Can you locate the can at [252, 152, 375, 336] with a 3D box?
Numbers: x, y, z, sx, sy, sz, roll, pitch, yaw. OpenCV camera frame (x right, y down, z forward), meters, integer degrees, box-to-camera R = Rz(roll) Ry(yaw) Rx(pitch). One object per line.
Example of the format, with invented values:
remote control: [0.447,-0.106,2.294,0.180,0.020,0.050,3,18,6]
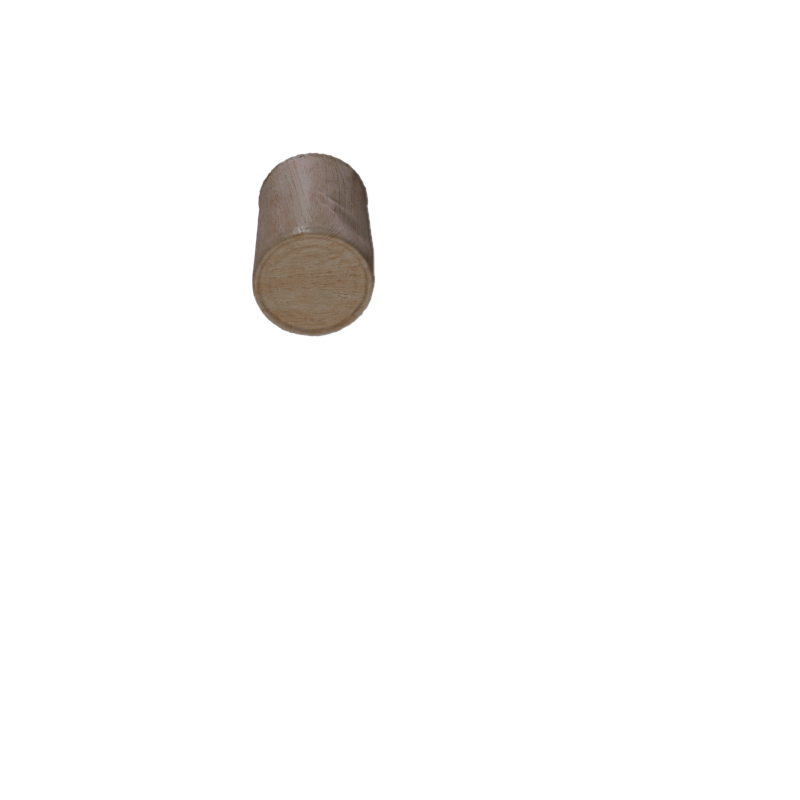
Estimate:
can: [-0.050,-0.092,0.641,0.068,0.064,0.109,-1,34,-3]
